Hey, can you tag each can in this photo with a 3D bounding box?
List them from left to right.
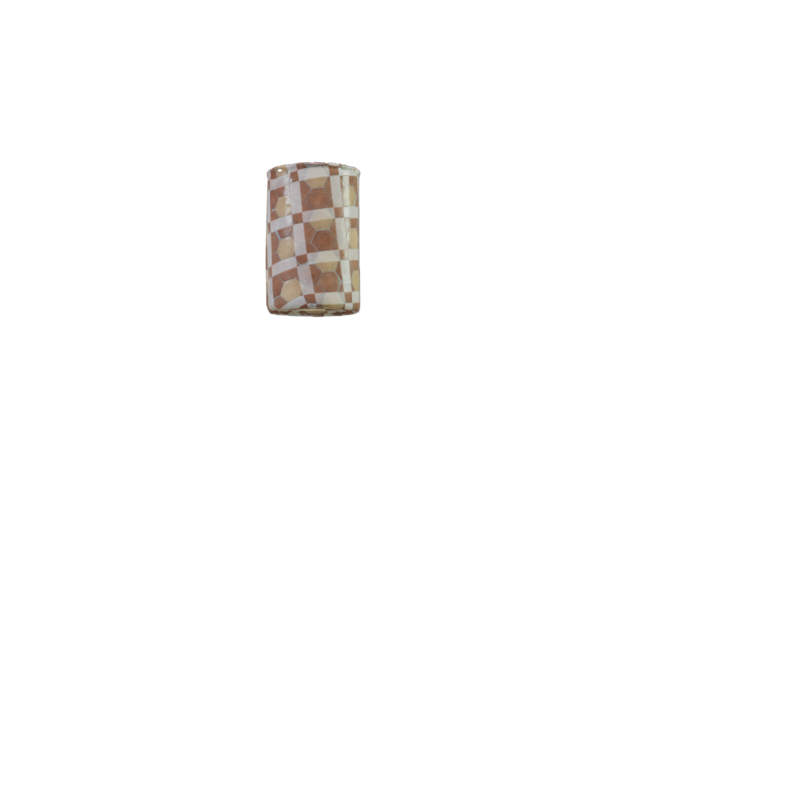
[{"bbox_3d":[-0.062,-0.113,0.793,0.068,0.104,0.067,0,-7,-2],"label":"can"}]
